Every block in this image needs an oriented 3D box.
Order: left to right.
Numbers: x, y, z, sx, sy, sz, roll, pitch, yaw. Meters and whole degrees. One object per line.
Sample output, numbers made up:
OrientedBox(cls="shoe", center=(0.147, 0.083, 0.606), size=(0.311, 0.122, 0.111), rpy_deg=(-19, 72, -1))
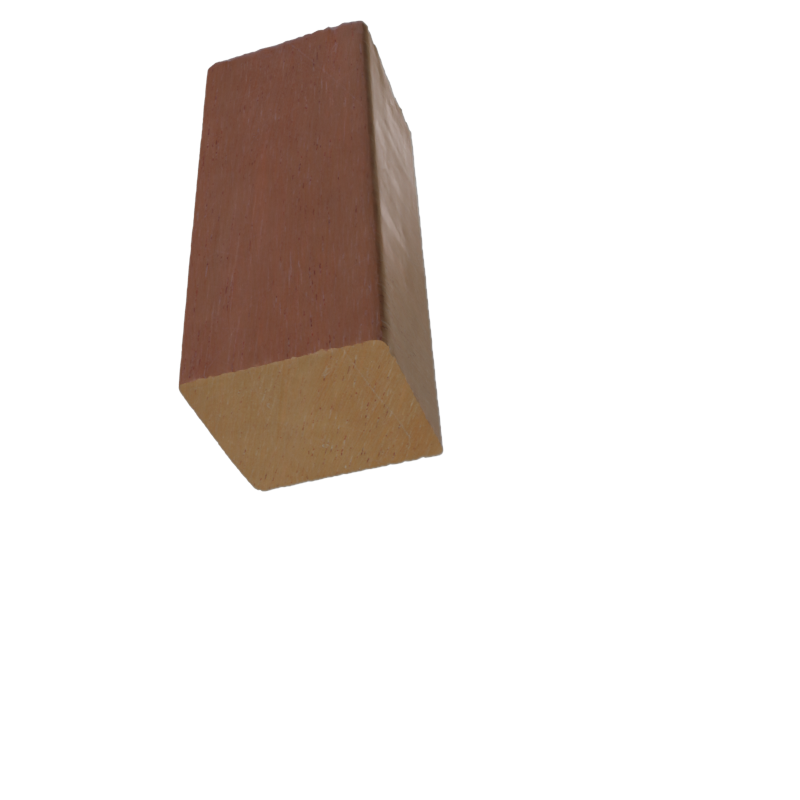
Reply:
OrientedBox(cls="block", center=(-0.042, -0.076, 0.531), size=(0.091, 0.221, 0.083), rpy_deg=(-14, -41, 13))
